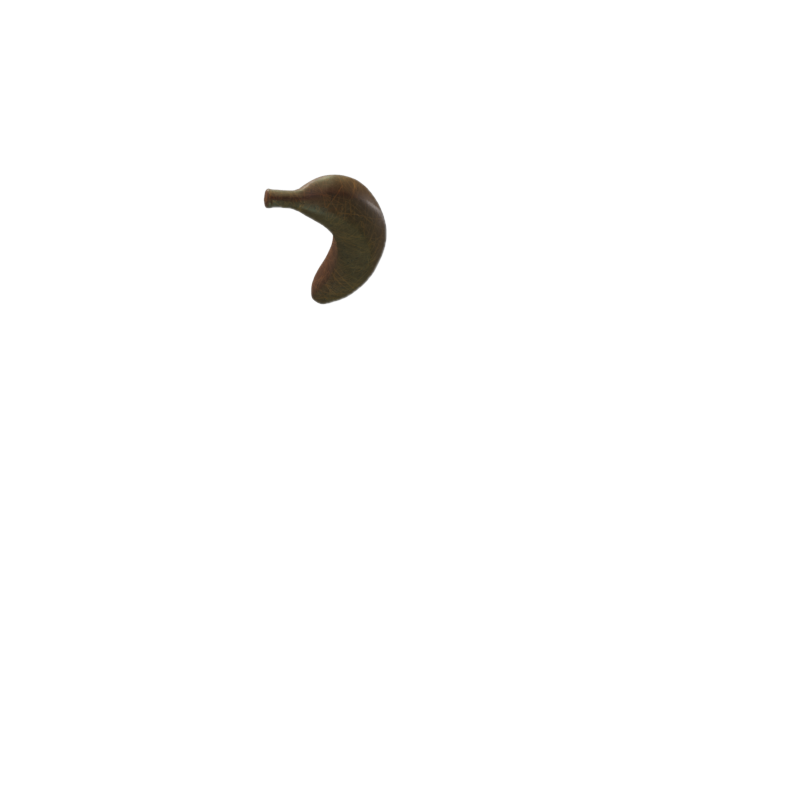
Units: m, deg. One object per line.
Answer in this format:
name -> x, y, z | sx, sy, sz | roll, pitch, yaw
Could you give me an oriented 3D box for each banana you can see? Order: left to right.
banana -> -0.043, -0.113, 0.774 | 0.070, 0.038, 0.187 | -2, -17, 6
